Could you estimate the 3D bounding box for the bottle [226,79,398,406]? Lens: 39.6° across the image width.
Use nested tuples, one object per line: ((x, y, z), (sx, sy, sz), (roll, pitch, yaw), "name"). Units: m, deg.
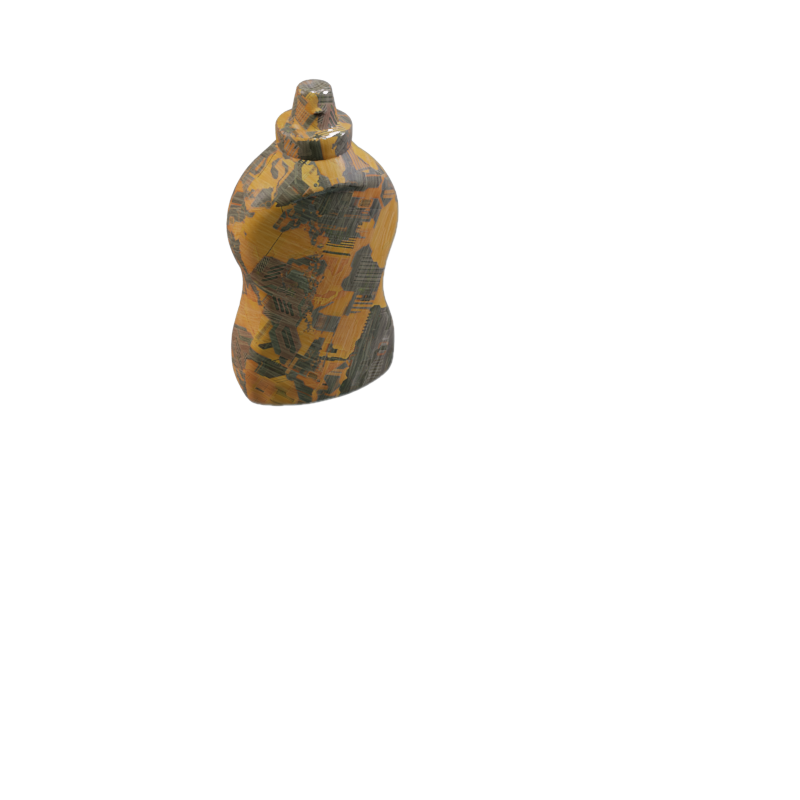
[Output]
((-0.048, -0.088, 0.621), (0.095, 0.179, 0.063), (-11, 37, -18), "bottle")
